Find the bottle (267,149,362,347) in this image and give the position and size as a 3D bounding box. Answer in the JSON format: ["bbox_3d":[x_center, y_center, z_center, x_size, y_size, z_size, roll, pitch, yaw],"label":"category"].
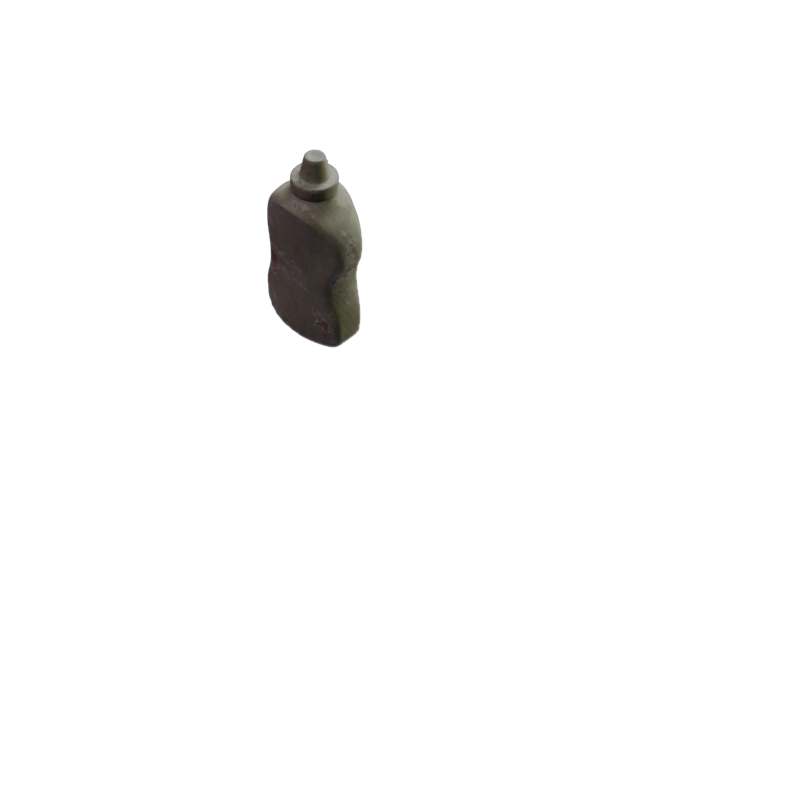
[{"bbox_3d":[-0.076,-0.139,0.971,0.059,0.179,0.103,-32,57,-29],"label":"bottle"}]
